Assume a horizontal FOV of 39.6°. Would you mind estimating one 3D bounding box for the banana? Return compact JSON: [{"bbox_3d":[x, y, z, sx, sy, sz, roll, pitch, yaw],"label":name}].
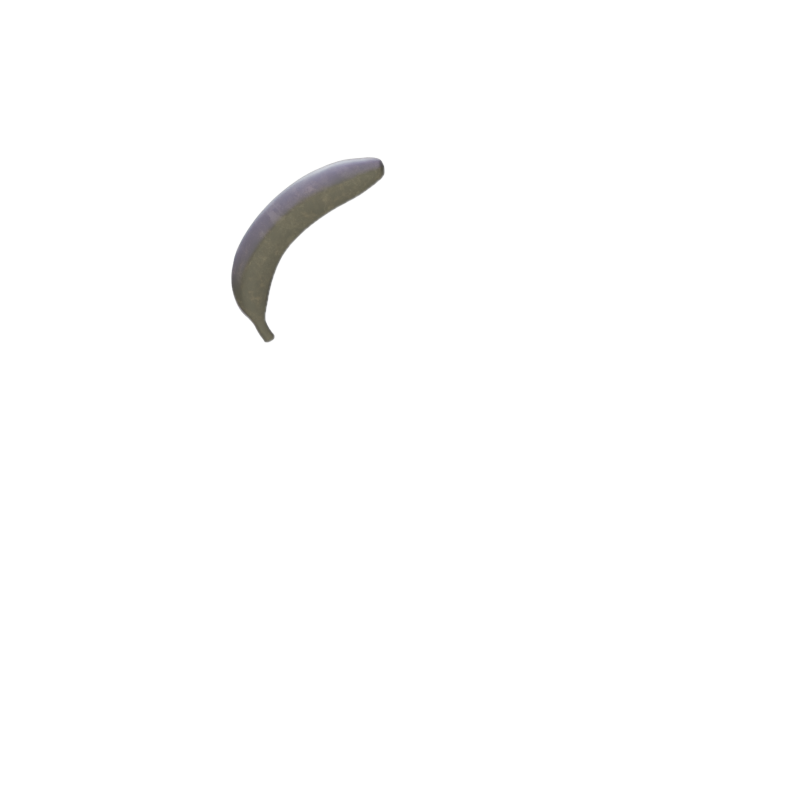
[{"bbox_3d":[-0.091,-0.138,0.934,0.067,0.192,0.039,28,29,-18],"label":"banana"}]
